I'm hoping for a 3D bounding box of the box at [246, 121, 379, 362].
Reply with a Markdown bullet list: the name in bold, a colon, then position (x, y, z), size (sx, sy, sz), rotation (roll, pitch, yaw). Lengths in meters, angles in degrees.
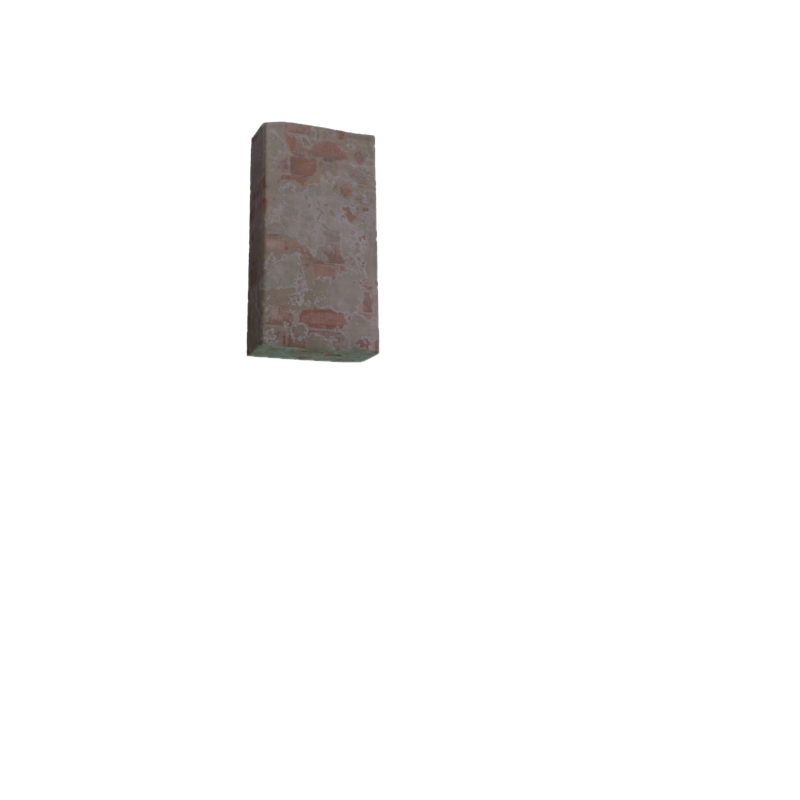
- **box**: position (-0.065, -0.119, 0.832), size (0.091, 0.183, 0.047), rotation (5, -17, -20)
